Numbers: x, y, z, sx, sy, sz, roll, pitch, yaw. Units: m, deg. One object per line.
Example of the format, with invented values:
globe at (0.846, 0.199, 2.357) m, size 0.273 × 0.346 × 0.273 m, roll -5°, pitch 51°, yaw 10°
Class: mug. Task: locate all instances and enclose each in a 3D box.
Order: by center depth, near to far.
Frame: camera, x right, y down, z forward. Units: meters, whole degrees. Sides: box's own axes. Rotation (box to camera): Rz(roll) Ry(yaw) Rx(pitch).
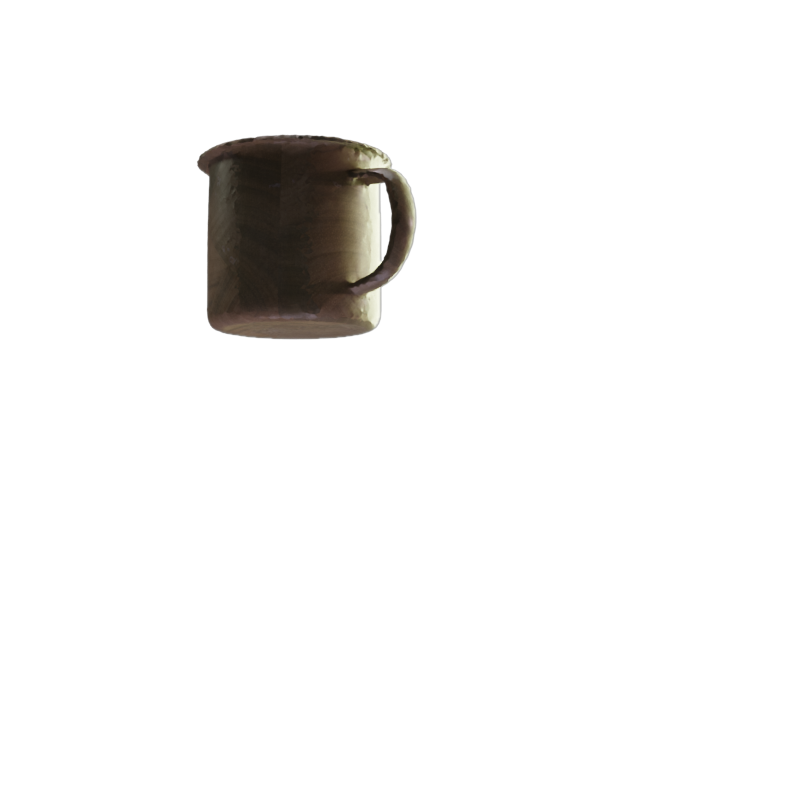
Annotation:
mug at (-0.040, -0.074, 0.516) m, size 0.120 × 0.083 × 0.088 m, roll -5°, pitch -9°, yaw 39°
